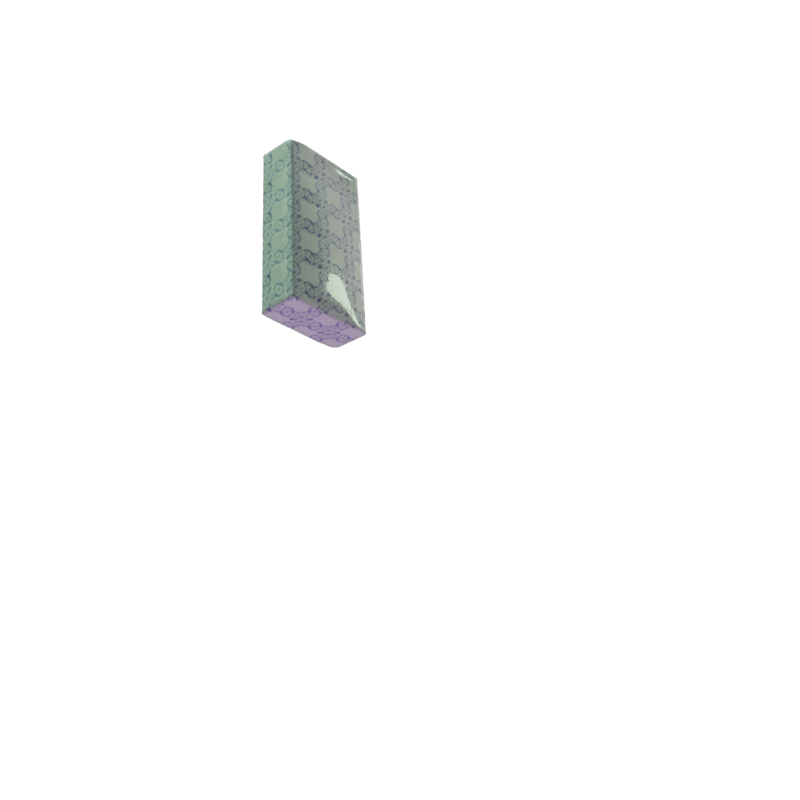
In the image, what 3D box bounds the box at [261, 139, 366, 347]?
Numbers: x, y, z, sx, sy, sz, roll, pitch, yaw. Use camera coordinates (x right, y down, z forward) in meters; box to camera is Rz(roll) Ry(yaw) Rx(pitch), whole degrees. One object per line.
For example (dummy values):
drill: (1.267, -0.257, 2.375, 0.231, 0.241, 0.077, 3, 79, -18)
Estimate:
box: (-0.078, -0.143, 0.998, 0.048, 0.188, 0.087, -28, -39, 35)
